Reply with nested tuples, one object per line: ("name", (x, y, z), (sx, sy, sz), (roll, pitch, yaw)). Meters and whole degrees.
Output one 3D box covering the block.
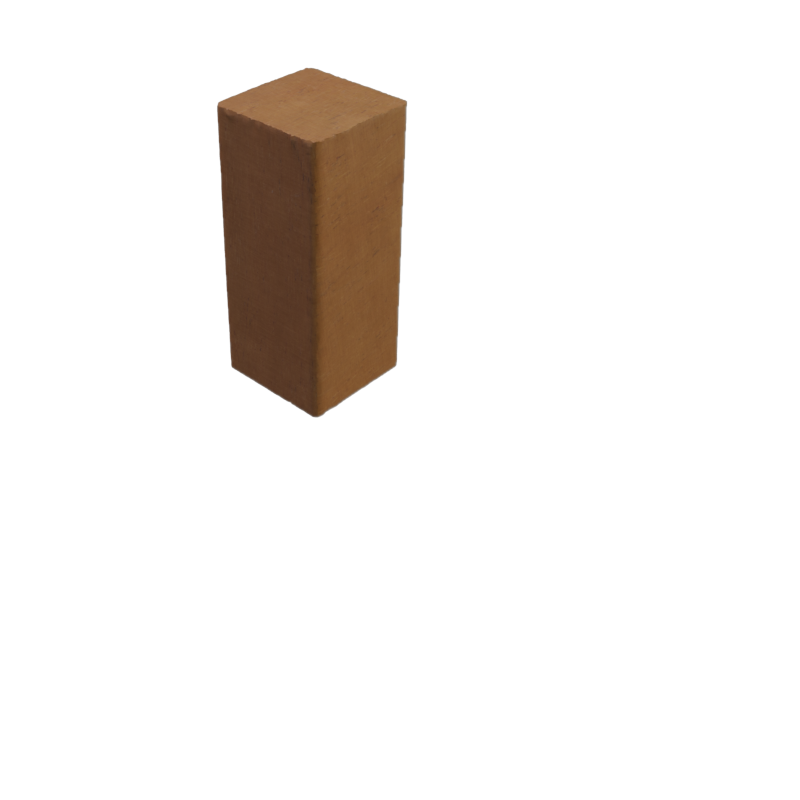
("block", (-0.060, -0.107, 0.752), (0.096, 0.193, 0.090), (27, 41, 33))
